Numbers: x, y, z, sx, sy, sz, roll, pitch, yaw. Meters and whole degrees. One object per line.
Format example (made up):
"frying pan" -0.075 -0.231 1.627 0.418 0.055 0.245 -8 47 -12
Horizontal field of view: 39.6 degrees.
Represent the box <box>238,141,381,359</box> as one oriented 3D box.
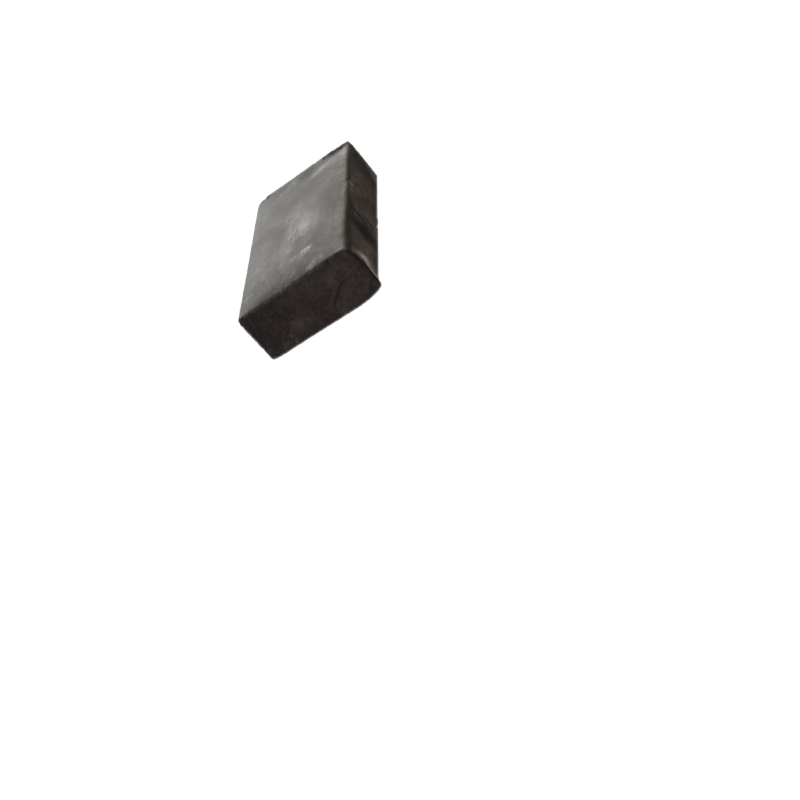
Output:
"box" -0.062 -0.113 0.792 0.093 0.045 0.188 -32 31 17
